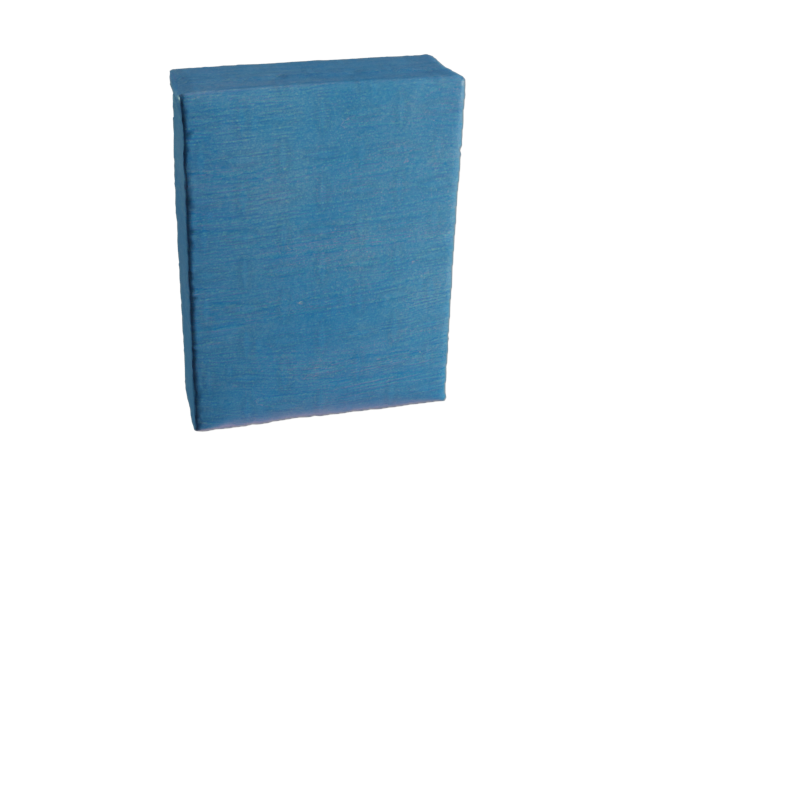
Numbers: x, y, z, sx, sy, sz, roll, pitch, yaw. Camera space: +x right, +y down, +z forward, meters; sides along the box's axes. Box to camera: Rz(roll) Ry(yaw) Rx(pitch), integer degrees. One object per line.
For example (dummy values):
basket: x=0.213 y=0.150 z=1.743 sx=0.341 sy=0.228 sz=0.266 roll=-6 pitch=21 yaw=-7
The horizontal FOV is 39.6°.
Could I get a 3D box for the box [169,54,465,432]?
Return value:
box: x=-0.053 y=-0.096 z=0.675 sx=0.162 sy=0.203 sz=0.077 roll=-6 pitch=25 yaw=-14
